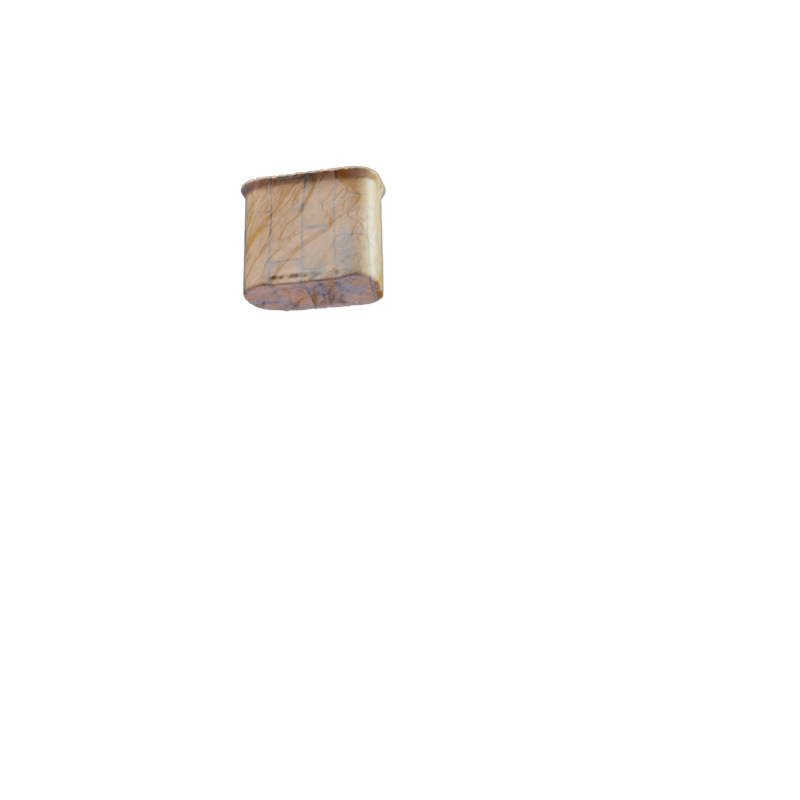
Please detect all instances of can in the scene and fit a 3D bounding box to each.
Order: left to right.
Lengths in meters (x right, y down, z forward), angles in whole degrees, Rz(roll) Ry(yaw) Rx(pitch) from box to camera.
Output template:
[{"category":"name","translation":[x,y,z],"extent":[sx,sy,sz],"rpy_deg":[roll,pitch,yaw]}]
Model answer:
[{"category":"can","translation":[-0.061,-0.112,0.783],"extent":[0.103,0.088,0.054],"rpy_deg":[-5,-21,12]}]
